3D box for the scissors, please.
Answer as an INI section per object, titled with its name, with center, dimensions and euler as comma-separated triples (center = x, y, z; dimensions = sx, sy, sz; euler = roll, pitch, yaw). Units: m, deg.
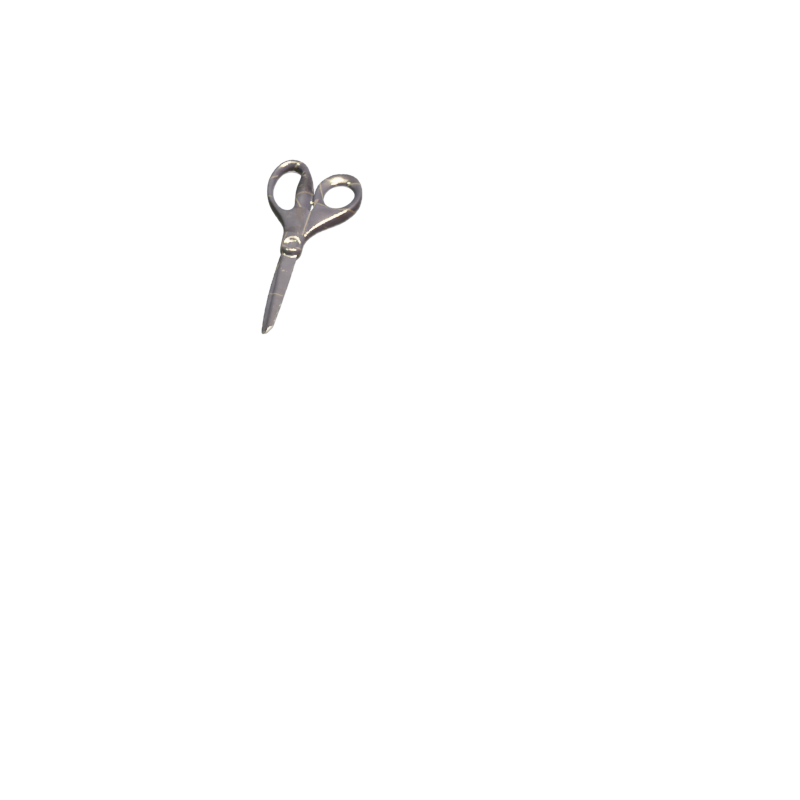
[scissors]
center = -0.076, -0.139, 0.972
dimensions = 0.096, 0.217, 0.015
euler = -4, -39, -4
